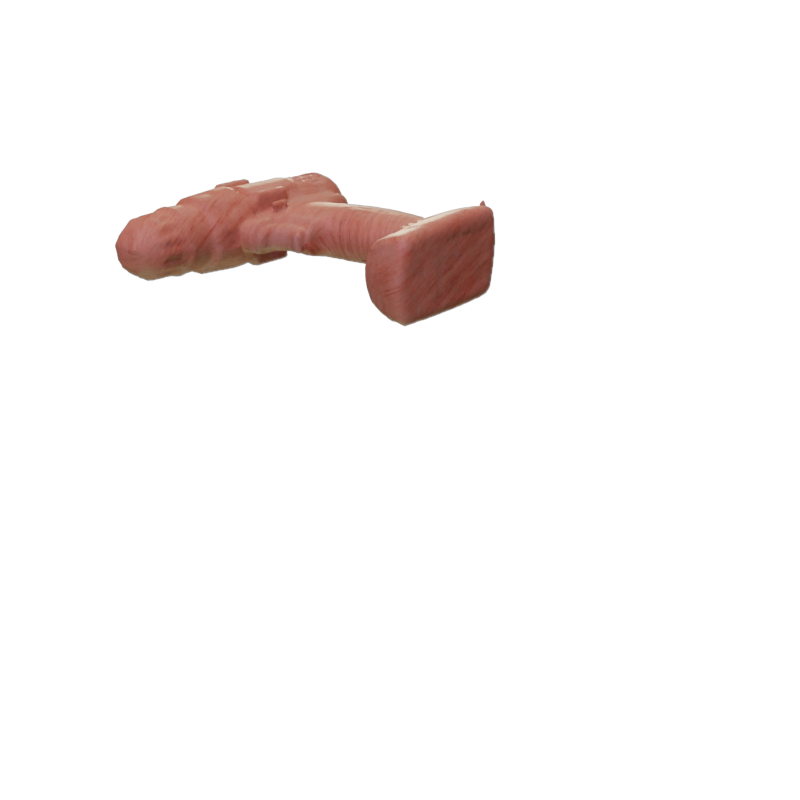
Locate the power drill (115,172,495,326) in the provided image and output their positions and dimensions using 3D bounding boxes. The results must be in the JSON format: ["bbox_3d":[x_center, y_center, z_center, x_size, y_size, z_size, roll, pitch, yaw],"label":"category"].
[{"bbox_3d":[-0.053,-0.096,0.675,0.198,0.055,0.183,18,30,35],"label":"power drill"}]
